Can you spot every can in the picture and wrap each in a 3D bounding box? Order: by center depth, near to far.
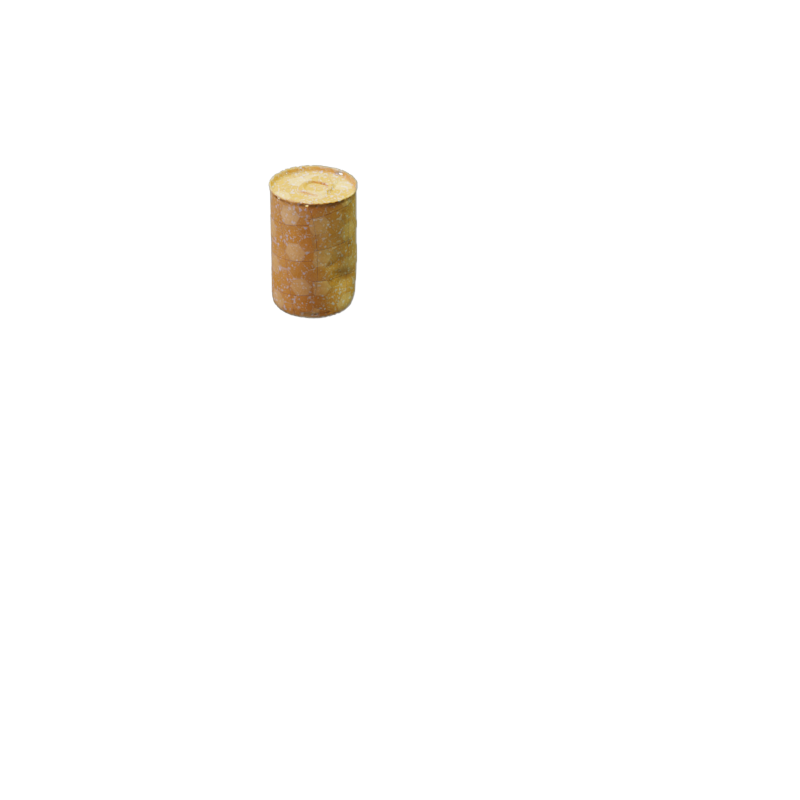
[{"bbox_3d":[-0.068,-0.124,0.867,0.068,0.096,0.073,0,32,-3],"label":"can"}]
